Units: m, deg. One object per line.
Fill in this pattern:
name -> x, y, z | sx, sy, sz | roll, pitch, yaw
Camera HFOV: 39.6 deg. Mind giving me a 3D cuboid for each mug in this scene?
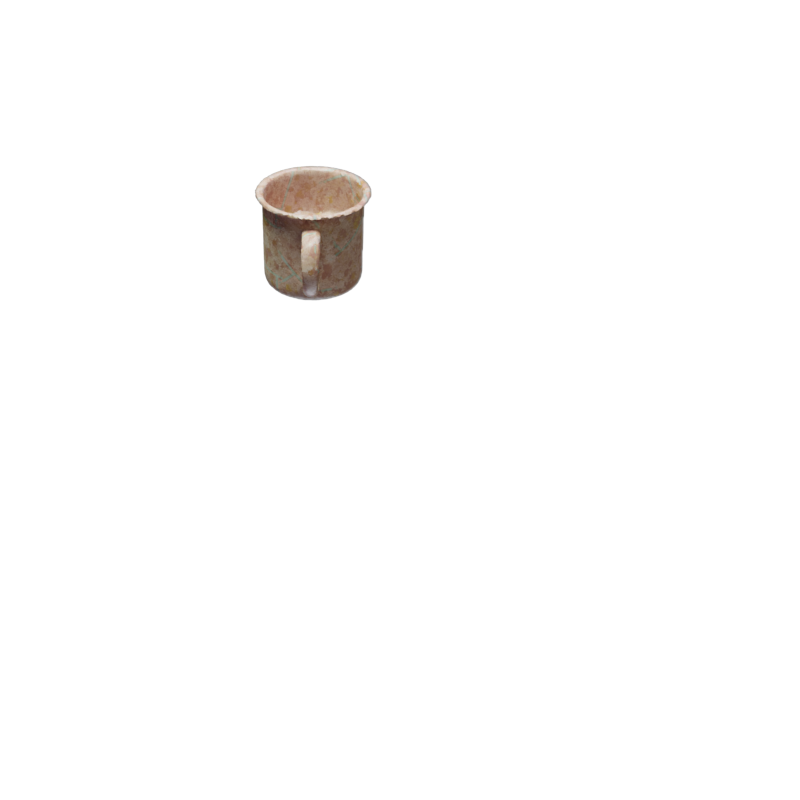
mug -> -0.070, -0.128, 0.894 | 0.093, 0.076, 0.125 | -1, 34, -3
